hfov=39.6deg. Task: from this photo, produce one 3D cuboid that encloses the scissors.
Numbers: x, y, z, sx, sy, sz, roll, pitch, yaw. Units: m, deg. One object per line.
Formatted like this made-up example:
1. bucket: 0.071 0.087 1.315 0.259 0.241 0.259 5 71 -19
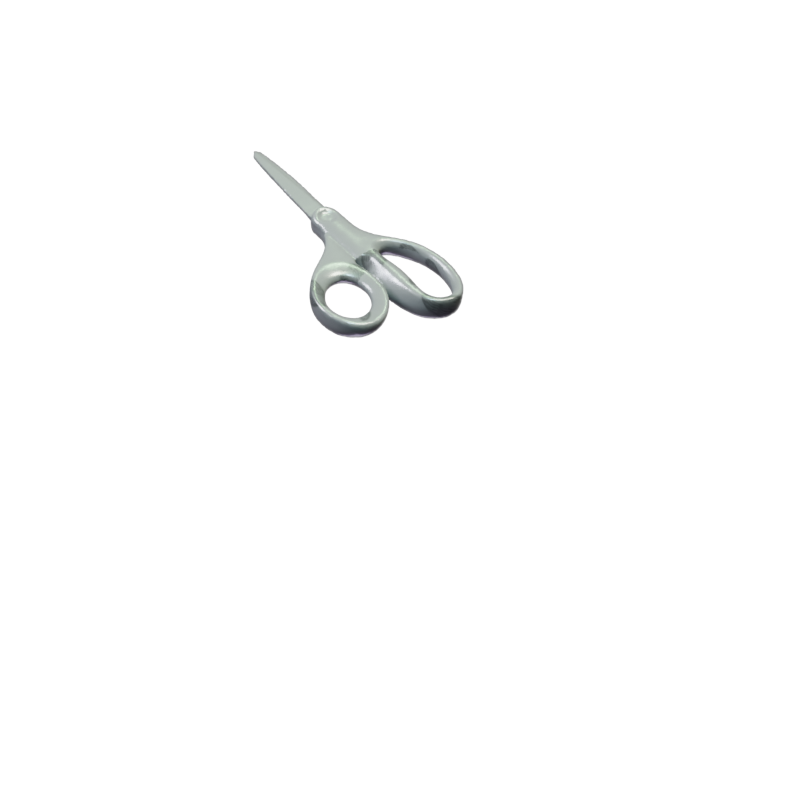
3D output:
1. scissors: -0.053 -0.097 0.679 0.215 0.015 0.097 33 51 32
